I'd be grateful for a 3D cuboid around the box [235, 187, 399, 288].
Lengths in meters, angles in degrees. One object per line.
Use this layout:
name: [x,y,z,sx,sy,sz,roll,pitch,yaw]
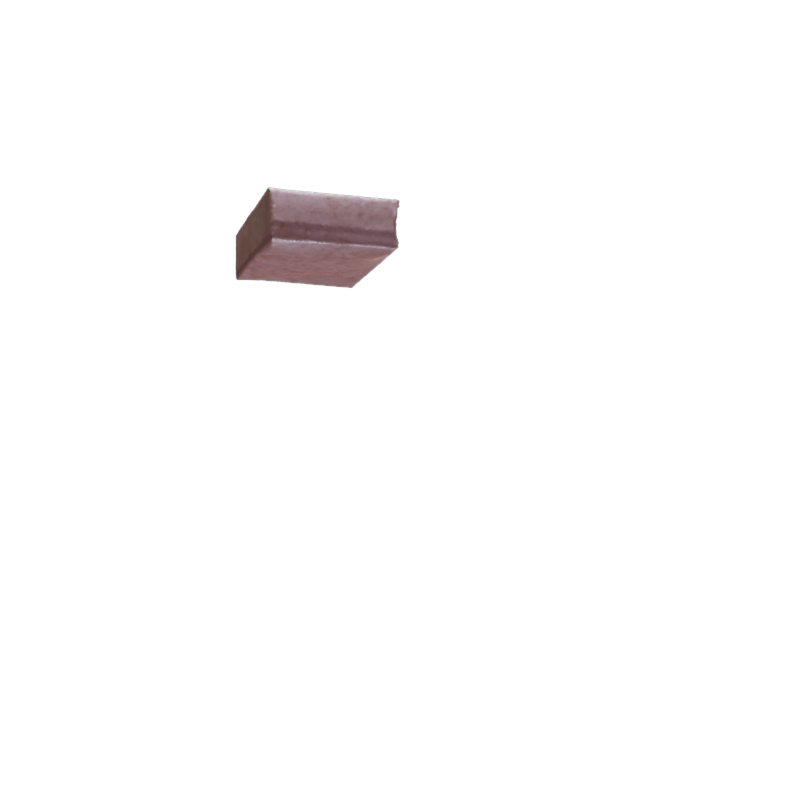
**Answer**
box: [-0.060,-0.109,0.762,0.088,0.040,0.113,2,-8,-17]
